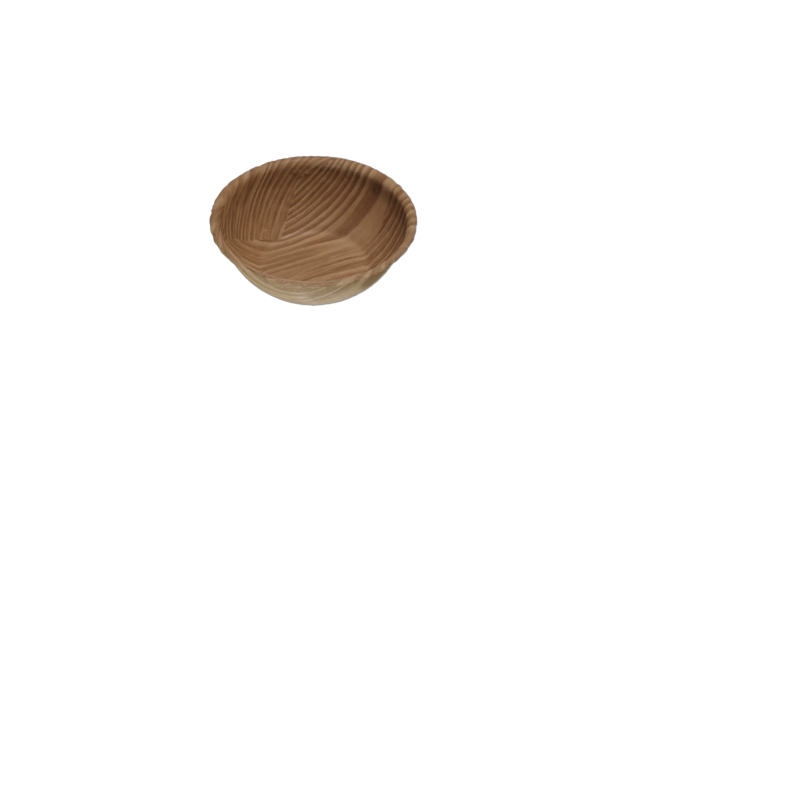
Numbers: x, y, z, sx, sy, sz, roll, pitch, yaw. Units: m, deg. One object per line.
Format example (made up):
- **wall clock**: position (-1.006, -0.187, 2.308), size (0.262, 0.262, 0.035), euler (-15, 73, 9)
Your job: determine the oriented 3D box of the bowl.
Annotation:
- **bowl**: position (-0.069, -0.125, 0.877), size (0.162, 0.051, 0.174), euler (-1, 44, -1)
